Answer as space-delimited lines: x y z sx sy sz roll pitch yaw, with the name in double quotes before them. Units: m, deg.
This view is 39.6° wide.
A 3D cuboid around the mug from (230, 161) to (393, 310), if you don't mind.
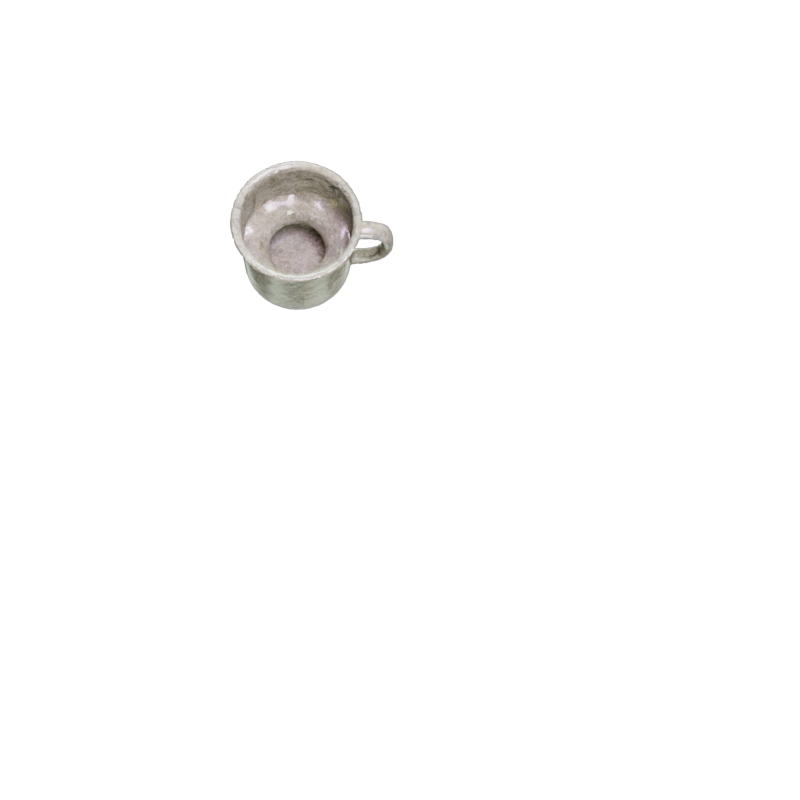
"mug" -0.064 -0.116 0.815 0.117 0.098 0.078 -1 -19 -2
